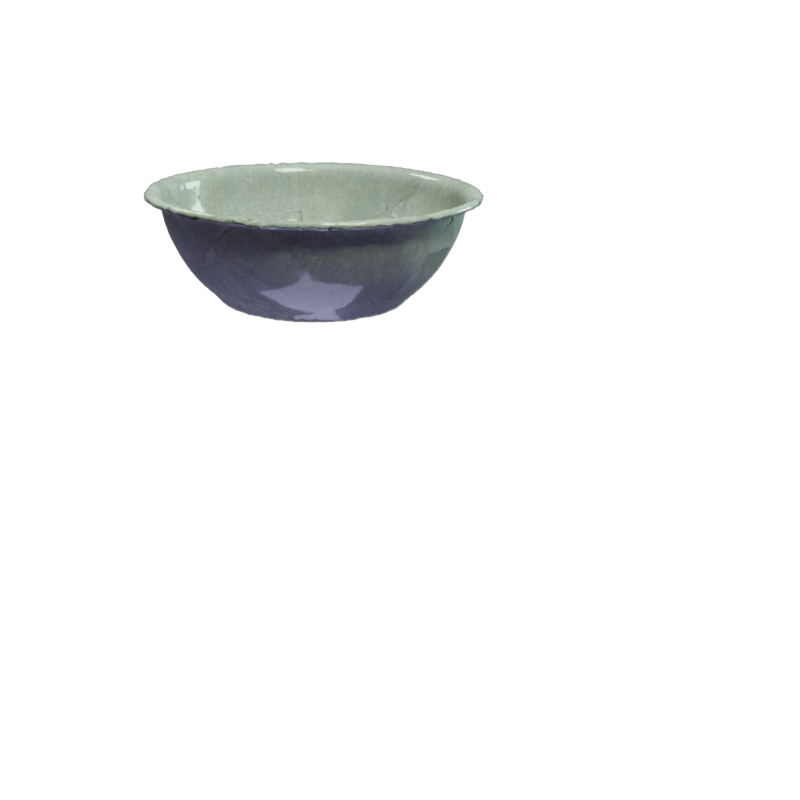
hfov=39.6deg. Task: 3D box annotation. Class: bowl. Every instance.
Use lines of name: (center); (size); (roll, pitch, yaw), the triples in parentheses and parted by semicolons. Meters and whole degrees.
bowl: (-0.042, -0.077, 0.539); (0.162, 0.053, 0.169); (-1, 20, -2)
